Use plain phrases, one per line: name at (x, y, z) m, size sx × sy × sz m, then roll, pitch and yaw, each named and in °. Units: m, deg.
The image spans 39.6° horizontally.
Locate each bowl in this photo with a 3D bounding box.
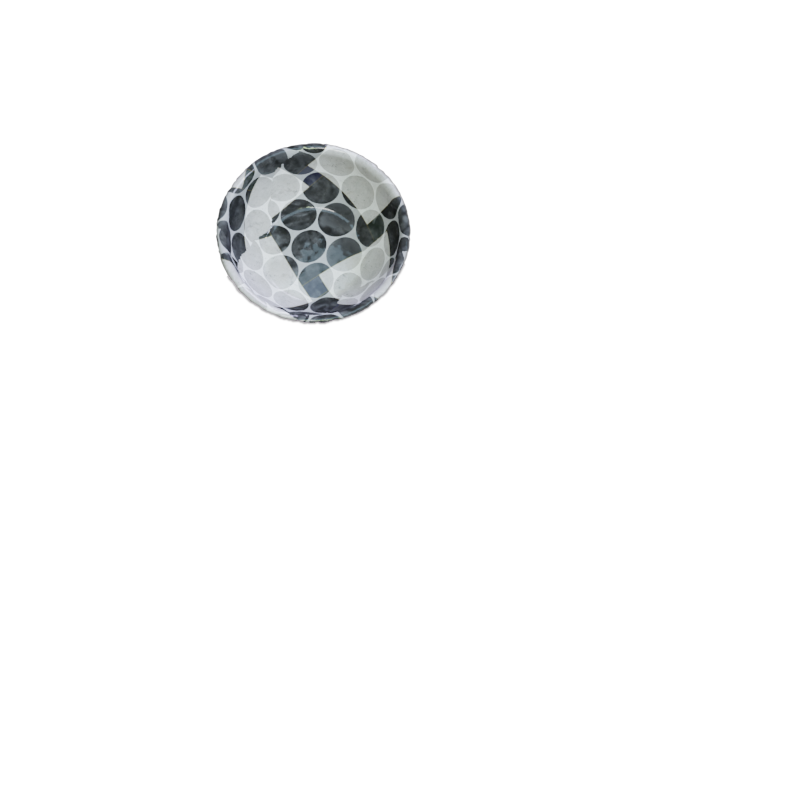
bowl at (-0.074, -0.135, 0.945) m, size 0.162 × 0.170 × 0.052 m, roll -1°, pitch -21°, yaw -1°
